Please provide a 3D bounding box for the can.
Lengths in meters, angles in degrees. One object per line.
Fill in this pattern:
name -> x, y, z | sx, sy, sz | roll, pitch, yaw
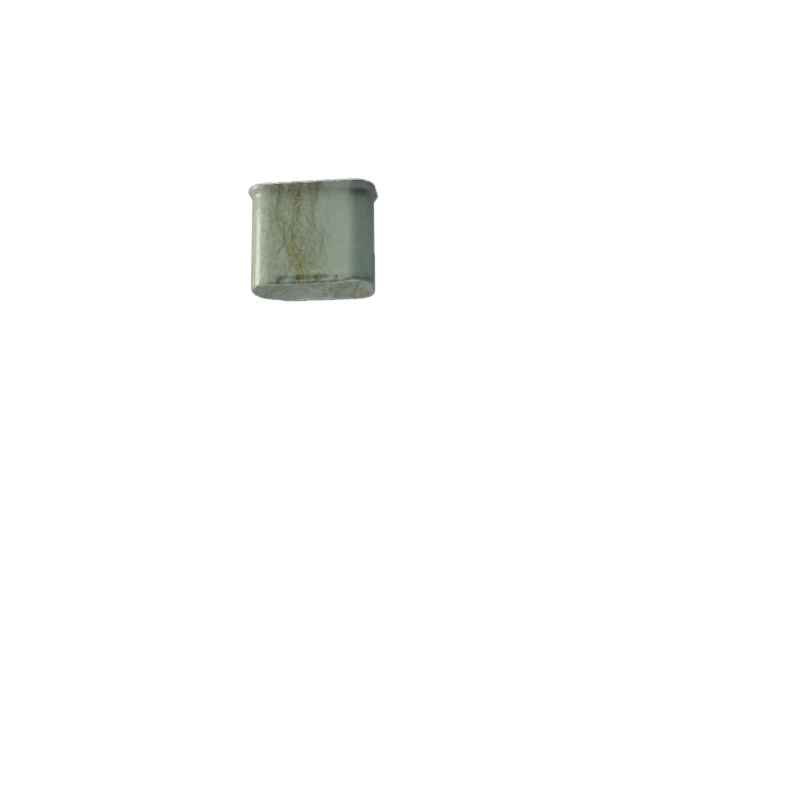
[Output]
can -> -0.069, -0.125, 0.877 | 0.103, 0.087, 0.055 | -2, -16, 7
